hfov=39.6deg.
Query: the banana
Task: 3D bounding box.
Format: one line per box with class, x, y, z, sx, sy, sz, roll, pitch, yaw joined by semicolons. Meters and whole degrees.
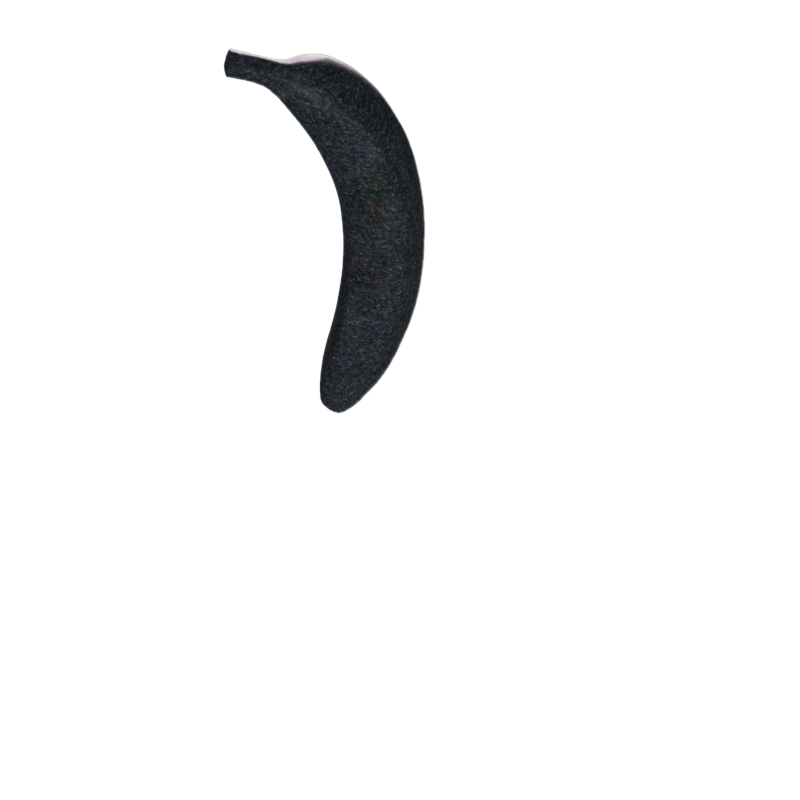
banana;-0.022;-0.079;0.504;0.070;0.184;0.039;-10;33;6
